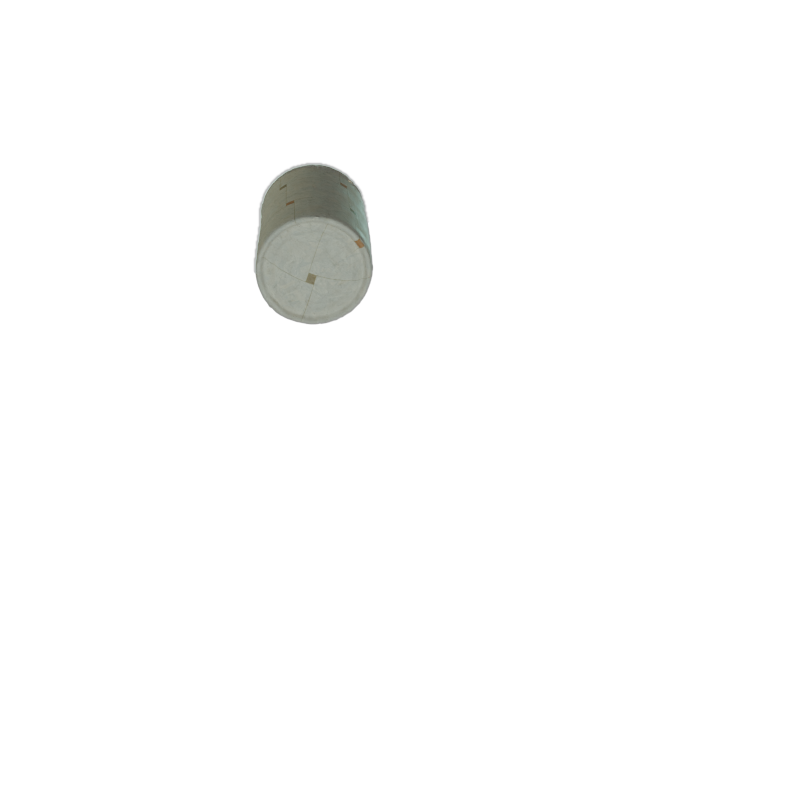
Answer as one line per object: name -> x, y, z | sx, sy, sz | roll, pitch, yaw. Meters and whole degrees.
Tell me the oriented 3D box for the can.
can -> -0.052, -0.095, 0.667 | 0.068, 0.065, 0.108 | 0, 25, -3
